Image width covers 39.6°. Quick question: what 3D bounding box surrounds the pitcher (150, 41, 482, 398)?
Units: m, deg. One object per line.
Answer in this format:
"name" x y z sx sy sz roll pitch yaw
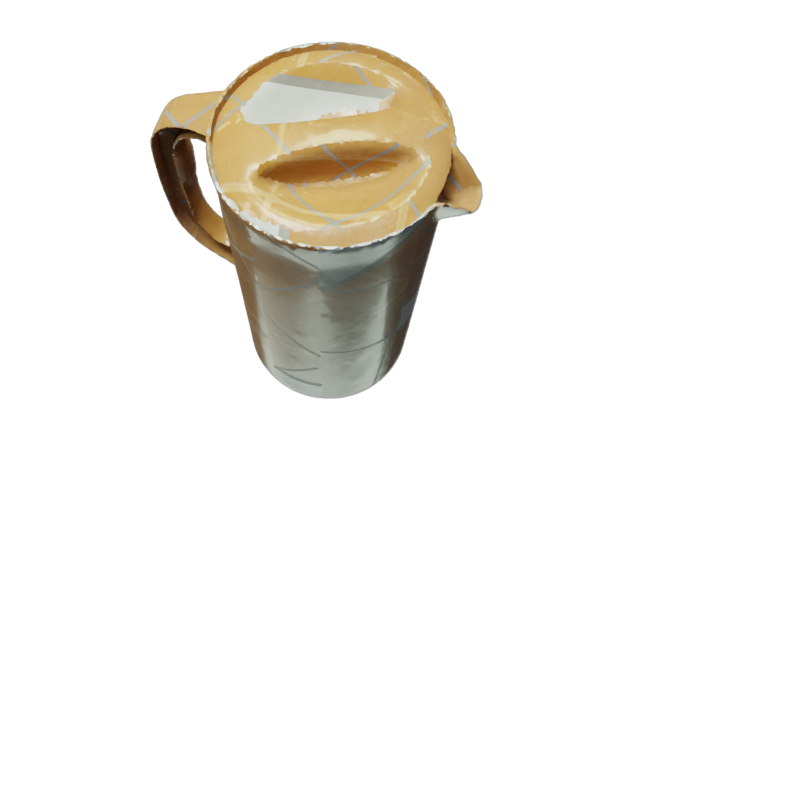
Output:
"pitcher" -0.053 -0.097 0.682 0.144 0.158 0.229 -25 -21 -14
